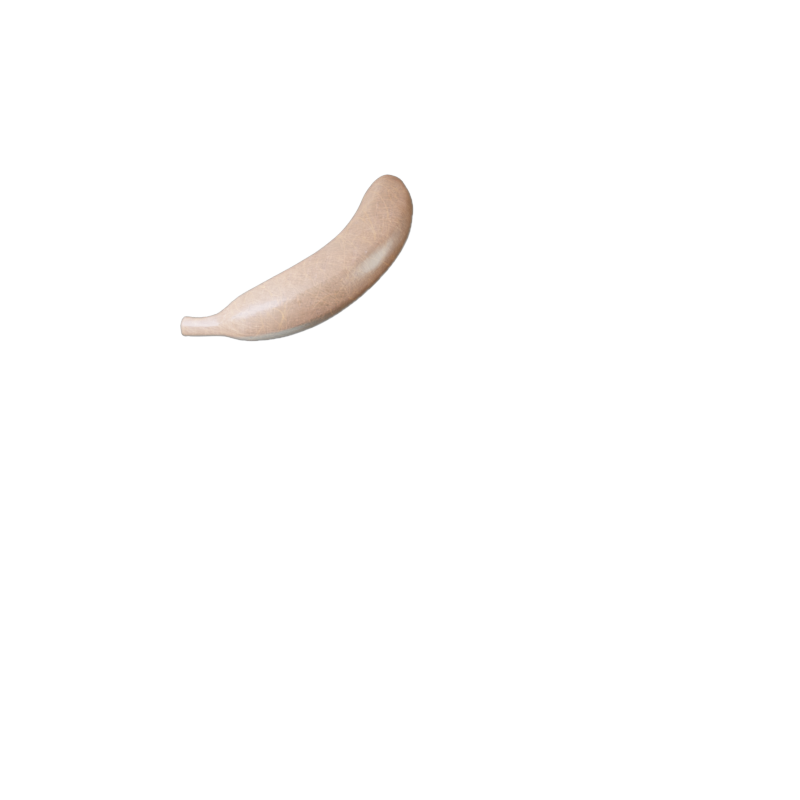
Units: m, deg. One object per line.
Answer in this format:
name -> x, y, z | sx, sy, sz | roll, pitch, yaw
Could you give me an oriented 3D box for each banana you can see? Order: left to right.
banana -> -0.040, -0.086, 0.662 | 0.074, 0.034, 0.200 | 25, 46, 27
